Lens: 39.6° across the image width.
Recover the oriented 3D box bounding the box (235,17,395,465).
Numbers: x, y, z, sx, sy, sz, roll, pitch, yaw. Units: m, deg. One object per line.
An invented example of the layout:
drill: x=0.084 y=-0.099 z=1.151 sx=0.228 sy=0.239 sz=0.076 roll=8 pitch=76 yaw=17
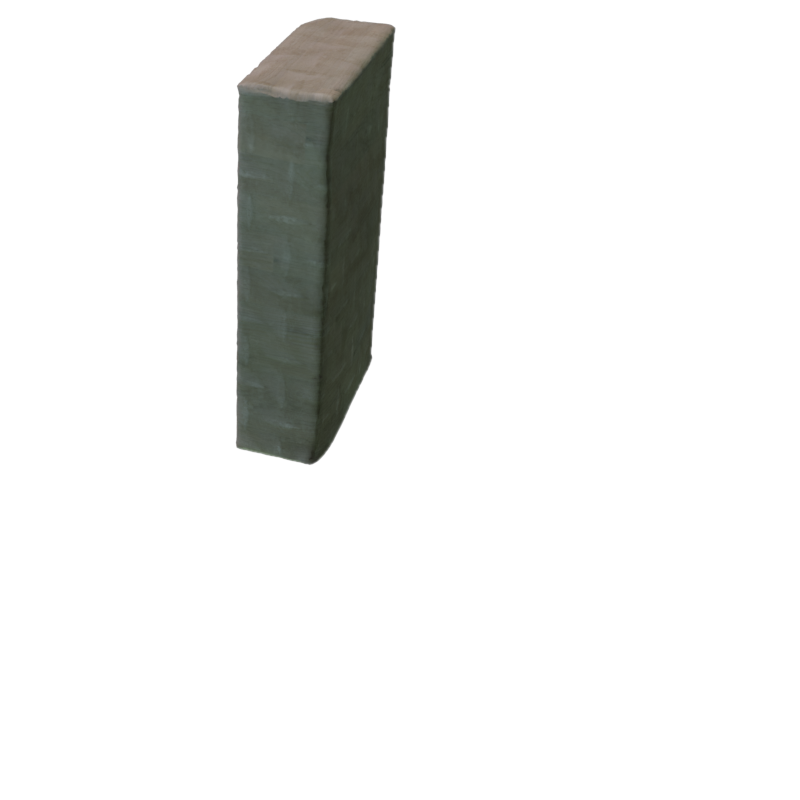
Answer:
box: x=-0.038 y=-0.069 z=0.485 sx=0.049 sy=0.166 sz=0.097 roll=9 pitch=32 yaw=11
